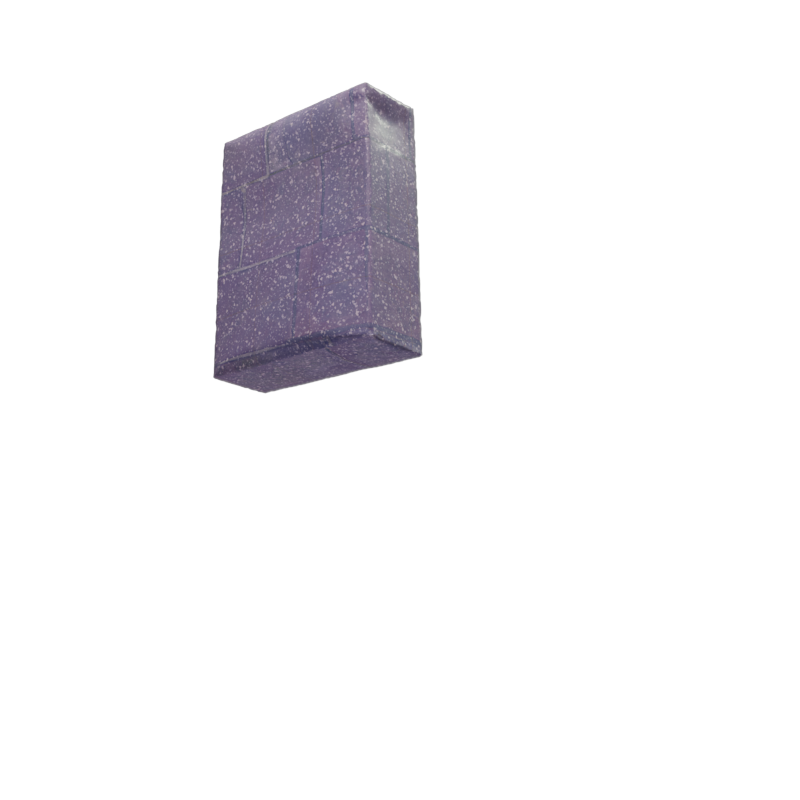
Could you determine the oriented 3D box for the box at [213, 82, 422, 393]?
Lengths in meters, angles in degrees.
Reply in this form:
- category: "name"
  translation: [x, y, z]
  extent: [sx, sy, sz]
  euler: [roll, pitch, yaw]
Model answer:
- category: "box"
  translation: [-0.070, -0.127, 0.890]
  extent: [0.167, 0.224, 0.067]
  euler: [-15, -25, 36]
